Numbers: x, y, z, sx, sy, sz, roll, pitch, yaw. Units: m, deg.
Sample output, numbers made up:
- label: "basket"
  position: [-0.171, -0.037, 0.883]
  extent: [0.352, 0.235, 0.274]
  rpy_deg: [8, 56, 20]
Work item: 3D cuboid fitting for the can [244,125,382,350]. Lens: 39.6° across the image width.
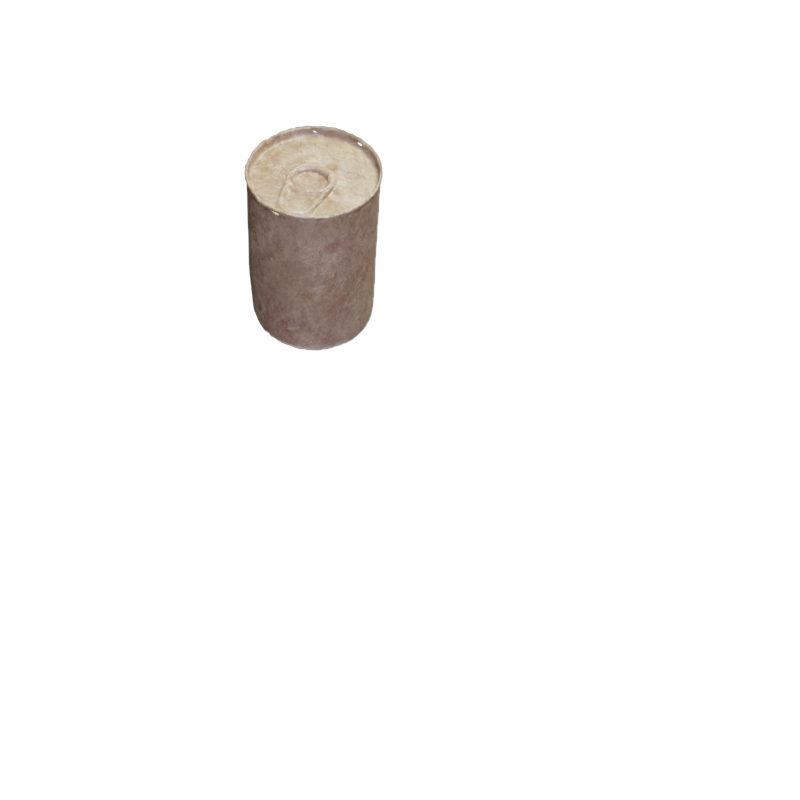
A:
- label: "can"
  position: [-0.045, -0.083, 0.581]
  extent: [0.068, 0.074, 0.095]
  rpy_deg: [0, -41, -3]
